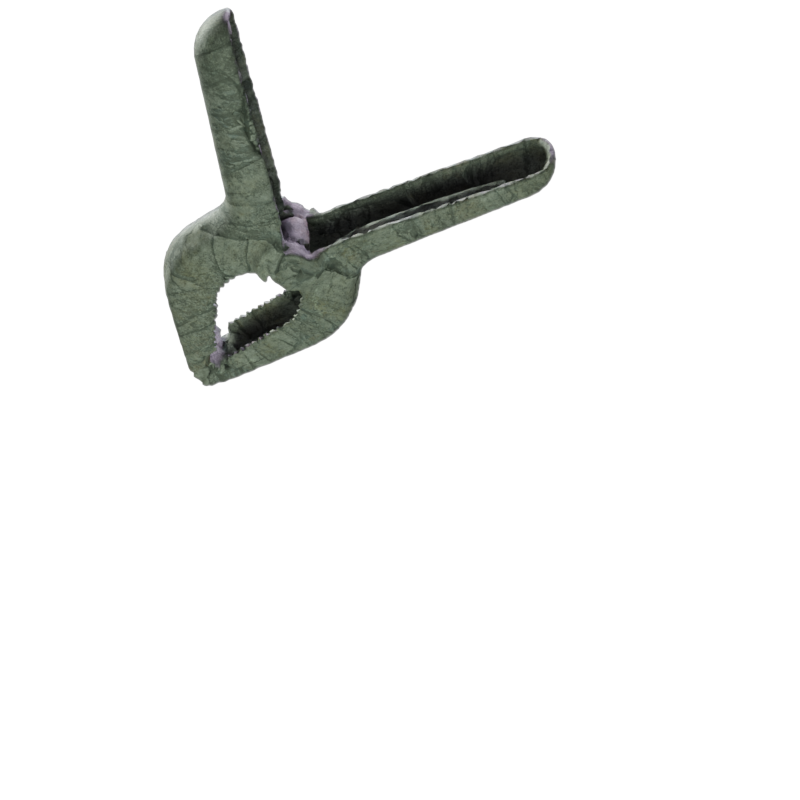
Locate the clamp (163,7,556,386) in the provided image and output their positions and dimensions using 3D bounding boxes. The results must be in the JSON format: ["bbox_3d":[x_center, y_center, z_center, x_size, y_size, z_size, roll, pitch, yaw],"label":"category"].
[{"bbox_3d":[-0.040,-0.073,0.512,0.160,0.039,0.201,15,-42,-17],"label":"clamp"}]
